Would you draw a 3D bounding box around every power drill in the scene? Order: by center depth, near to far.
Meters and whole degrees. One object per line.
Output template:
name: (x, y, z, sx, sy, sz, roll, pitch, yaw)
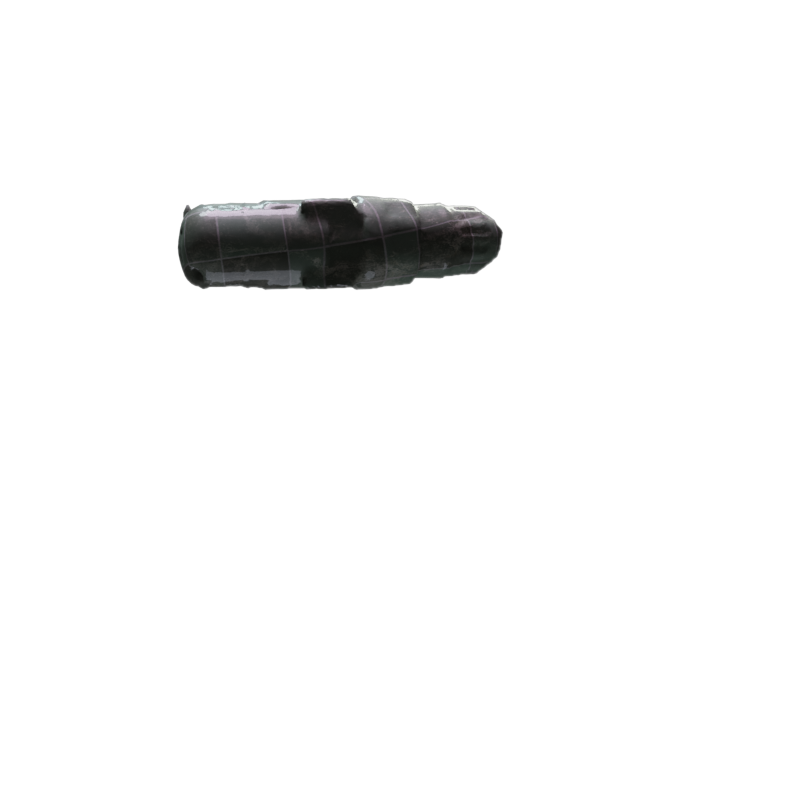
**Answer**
power drill: (-0.053, -0.097, 0.682, 0.181, 0.057, 0.193, -2, 6, -17)
